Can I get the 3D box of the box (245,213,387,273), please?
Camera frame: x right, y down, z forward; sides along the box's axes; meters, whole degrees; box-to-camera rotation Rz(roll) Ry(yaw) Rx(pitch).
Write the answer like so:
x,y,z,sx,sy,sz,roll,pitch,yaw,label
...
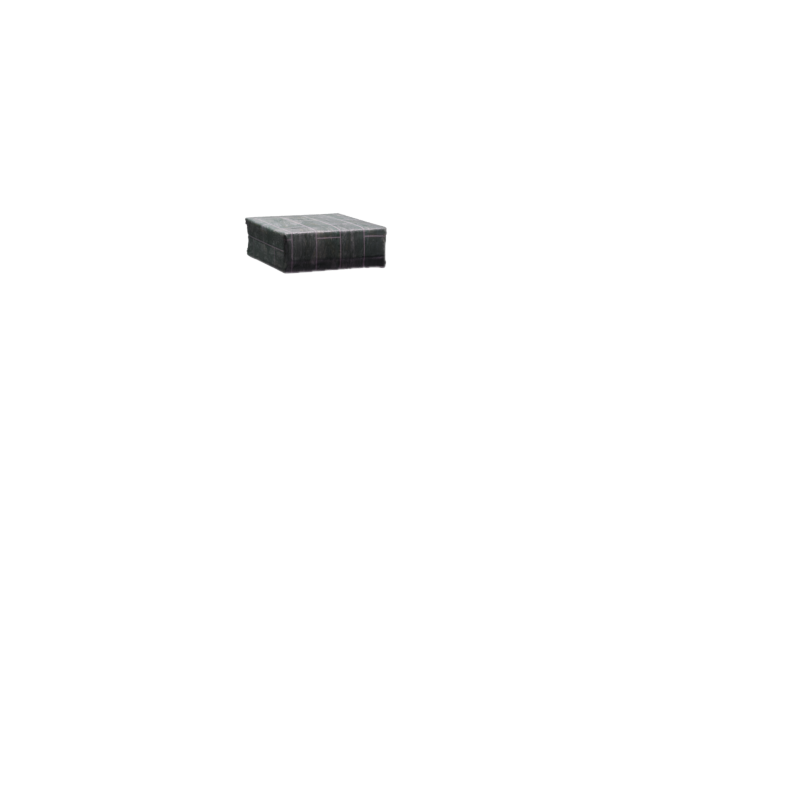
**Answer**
x,y,z,sx,sy,sz,roll,pitch,yaw,label
-0.073,-0.134,0.940,0.088,0.038,0.119,-5,14,-22,box
